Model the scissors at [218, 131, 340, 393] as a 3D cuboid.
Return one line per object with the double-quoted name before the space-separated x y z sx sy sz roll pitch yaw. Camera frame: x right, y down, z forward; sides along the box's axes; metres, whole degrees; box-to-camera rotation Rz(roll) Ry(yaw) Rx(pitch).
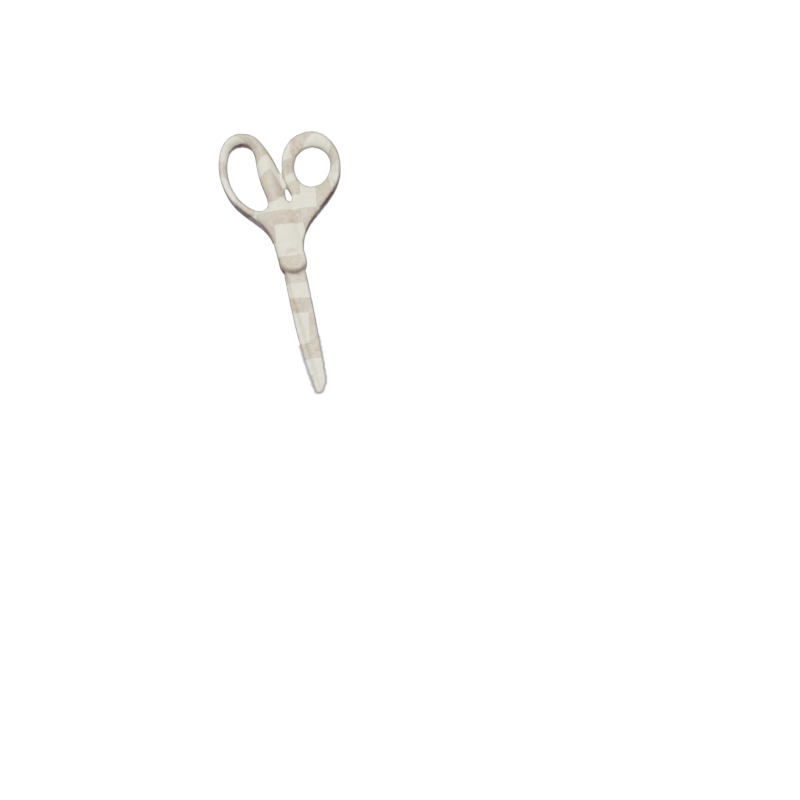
"scissors" -0.061 -0.111 0.775 0.096 0.213 0.015 -25 -22 -11
